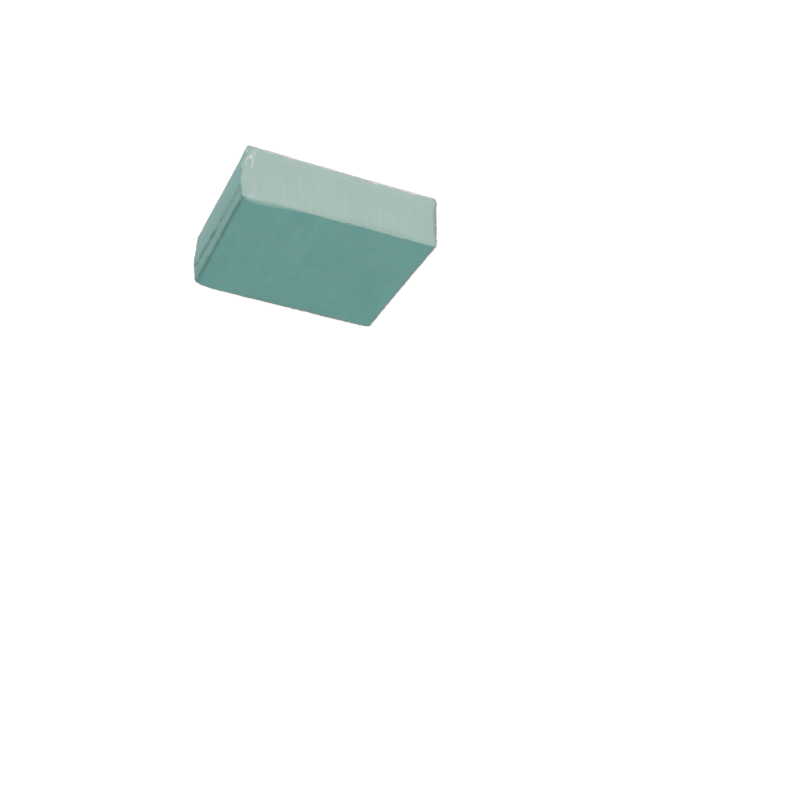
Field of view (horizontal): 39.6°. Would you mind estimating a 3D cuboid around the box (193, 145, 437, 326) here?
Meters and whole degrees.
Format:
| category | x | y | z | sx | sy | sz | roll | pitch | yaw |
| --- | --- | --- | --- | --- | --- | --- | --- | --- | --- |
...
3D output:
| category | x | y | z | sx | sy | sz | roll | pitch | yaw |
| --- | --- | --- | --- | --- | --- | --- | --- | --- | --- |
| box | -0.048 | -0.088 | 0.614 | 0.110 | 0.042 | 0.087 | 12 | -34 | -20 |
